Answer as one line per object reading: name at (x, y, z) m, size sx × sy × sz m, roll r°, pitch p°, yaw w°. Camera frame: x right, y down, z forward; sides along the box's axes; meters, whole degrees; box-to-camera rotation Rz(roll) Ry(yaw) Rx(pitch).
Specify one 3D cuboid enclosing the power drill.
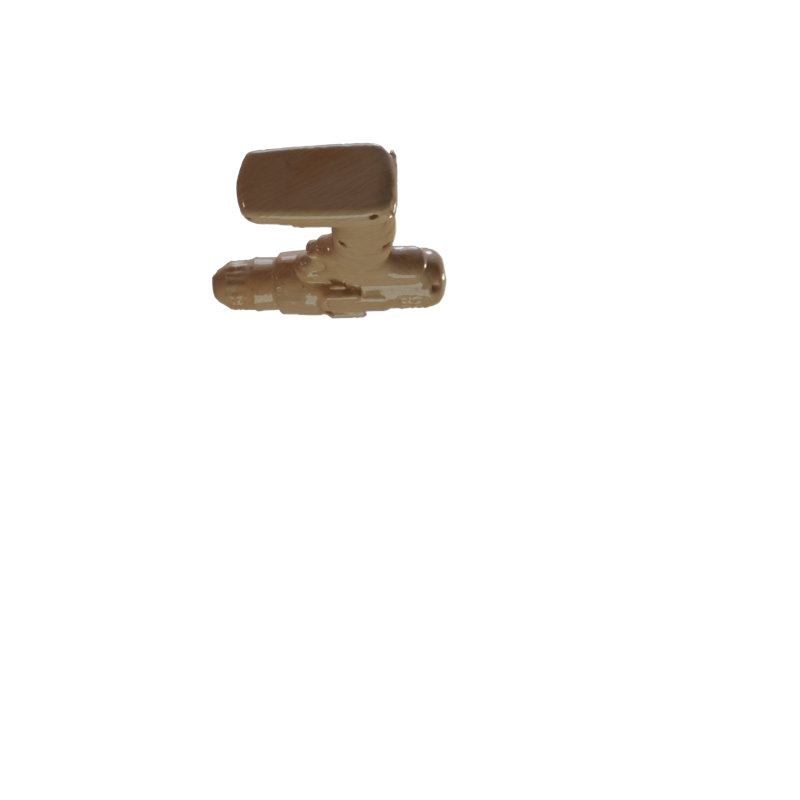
power drill at (-0.063, -0.115, 0.808) m, size 0.186 × 0.060 × 0.177 m, roll -3°, pitch -19°, yaw 7°
